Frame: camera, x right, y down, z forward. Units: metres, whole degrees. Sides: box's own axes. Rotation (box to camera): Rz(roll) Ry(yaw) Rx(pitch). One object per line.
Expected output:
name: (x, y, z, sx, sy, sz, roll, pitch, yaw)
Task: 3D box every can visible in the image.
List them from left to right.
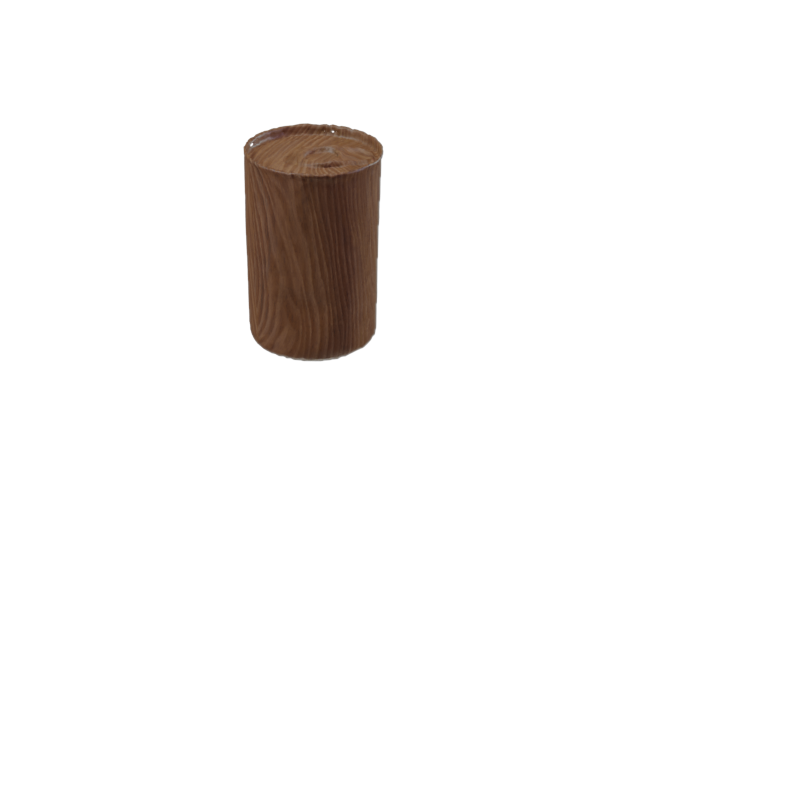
can: (-0.044, -0.080, 0.558, 0.068, 0.096, 0.073, 0, 29, -2)
